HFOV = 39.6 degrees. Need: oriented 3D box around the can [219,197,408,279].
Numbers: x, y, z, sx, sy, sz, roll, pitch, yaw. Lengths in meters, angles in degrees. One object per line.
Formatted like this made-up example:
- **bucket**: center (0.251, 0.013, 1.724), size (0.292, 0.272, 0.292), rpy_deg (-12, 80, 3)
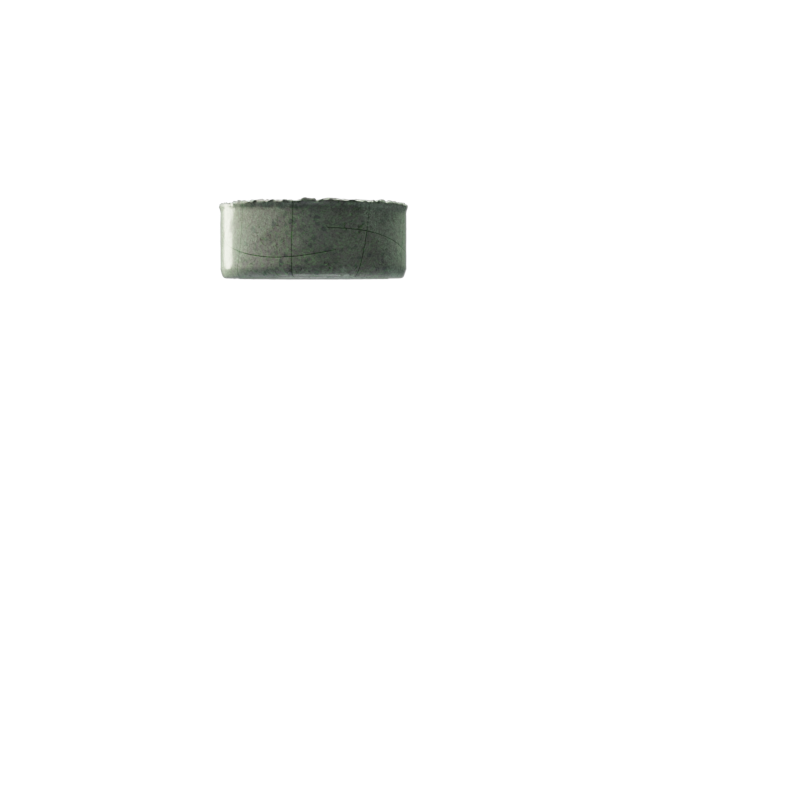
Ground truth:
- **can**: center (-0.039, -0.072, 0.504), size (0.086, 0.033, 0.086), rpy_deg (0, 4, -2)
